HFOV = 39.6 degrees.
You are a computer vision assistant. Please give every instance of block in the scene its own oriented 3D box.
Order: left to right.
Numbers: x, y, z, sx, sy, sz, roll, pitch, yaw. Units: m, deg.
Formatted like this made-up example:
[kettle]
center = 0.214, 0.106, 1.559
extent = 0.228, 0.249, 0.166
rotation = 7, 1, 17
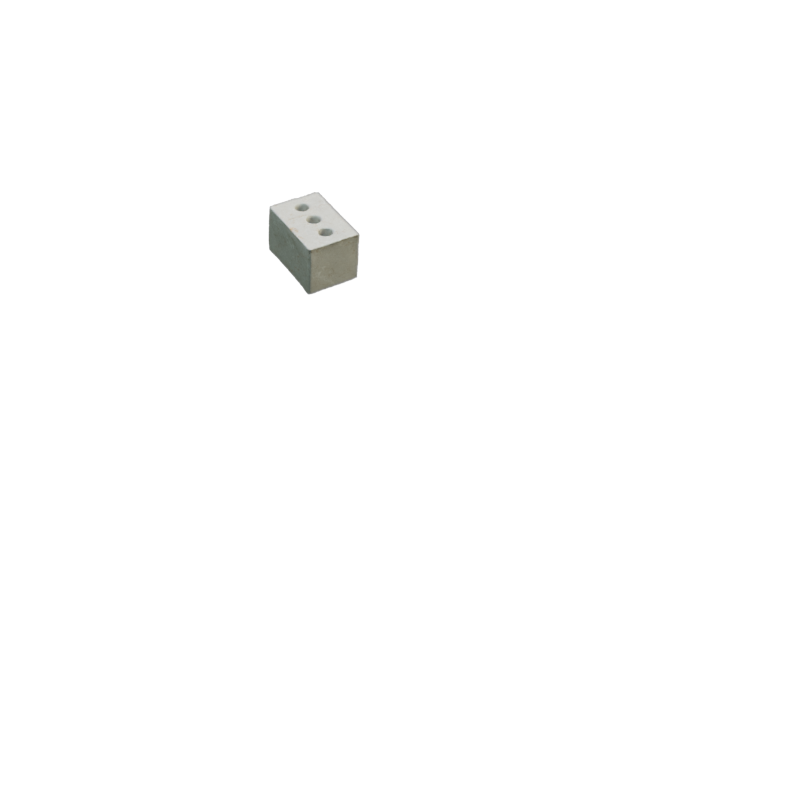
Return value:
[block]
center = -0.078, -0.142, 0.995
extent = 0.052, 0.048, 0.084
rotation = -20, 45, -24
